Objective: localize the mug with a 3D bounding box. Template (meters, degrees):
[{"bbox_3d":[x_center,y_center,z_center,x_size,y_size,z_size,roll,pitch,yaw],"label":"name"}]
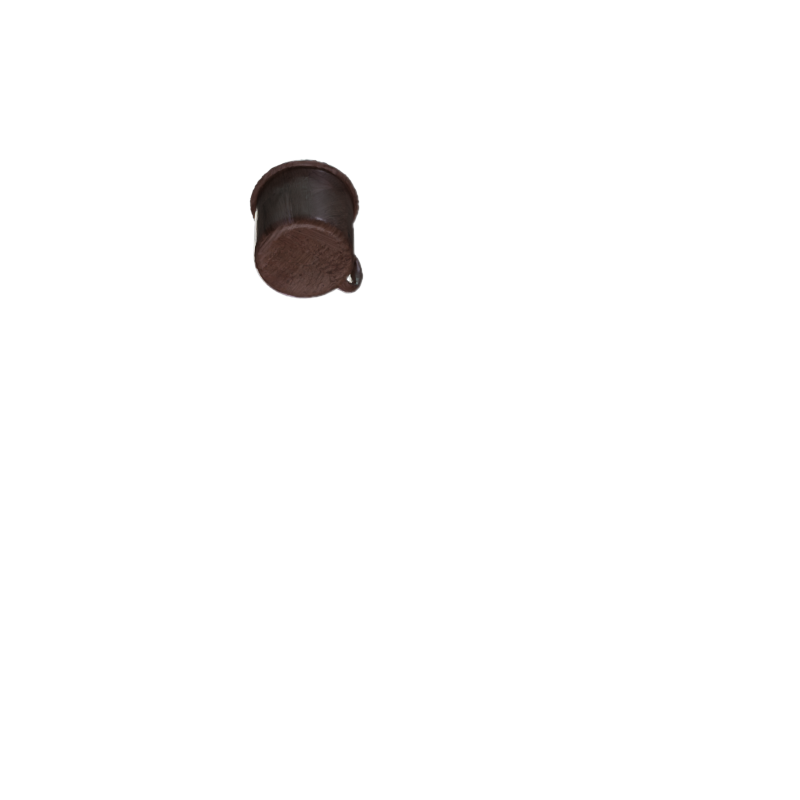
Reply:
[{"bbox_3d":[-0.072,-0.131,0.920,0.093,0.087,0.109,-30,-55,22],"label":"mug"}]
